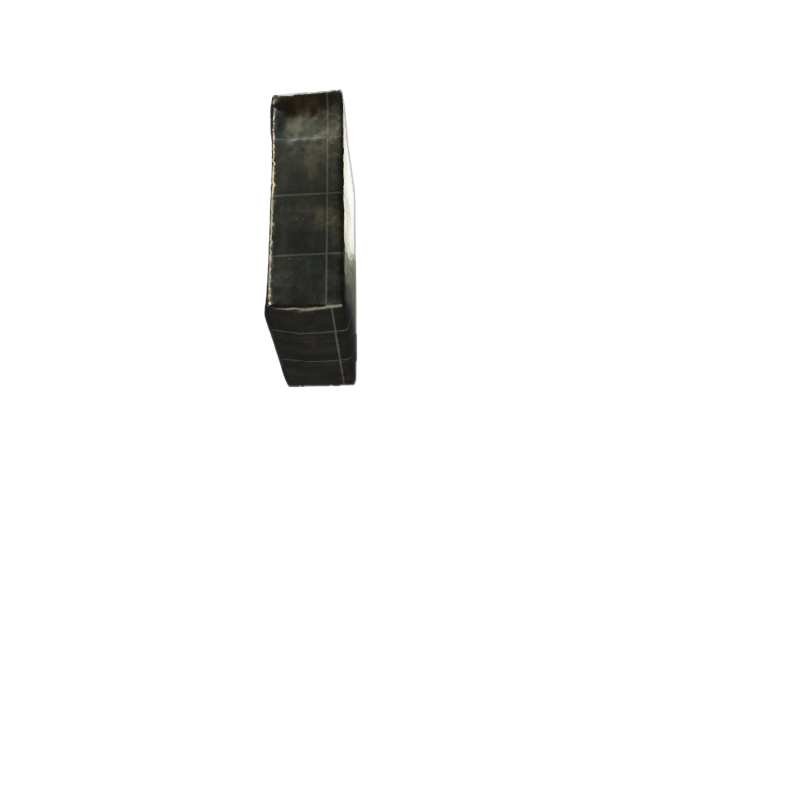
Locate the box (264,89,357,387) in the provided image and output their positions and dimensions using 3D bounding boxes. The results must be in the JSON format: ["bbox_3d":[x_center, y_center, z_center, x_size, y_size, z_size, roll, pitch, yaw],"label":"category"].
[{"bbox_3d":[-0.077,-0.140,0.983,0.072,0.227,0.154,-3,-26,1],"label":"box"}]
